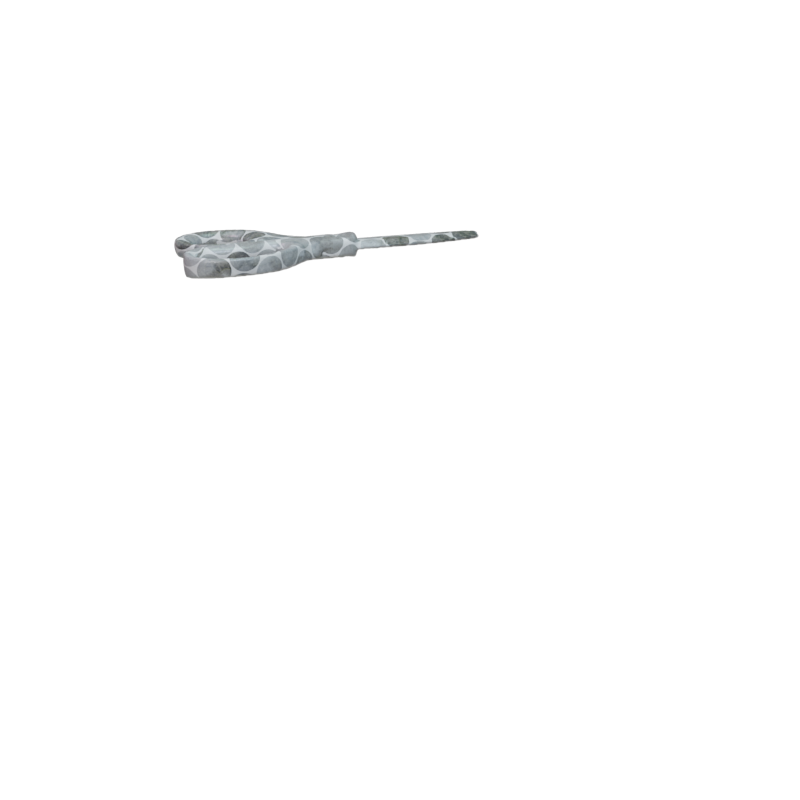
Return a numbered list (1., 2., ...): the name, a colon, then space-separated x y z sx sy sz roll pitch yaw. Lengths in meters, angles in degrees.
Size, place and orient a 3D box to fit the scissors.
1. scissors: -0.055 -0.101 0.708 0.197 0.015 0.102 -15 24 -36
